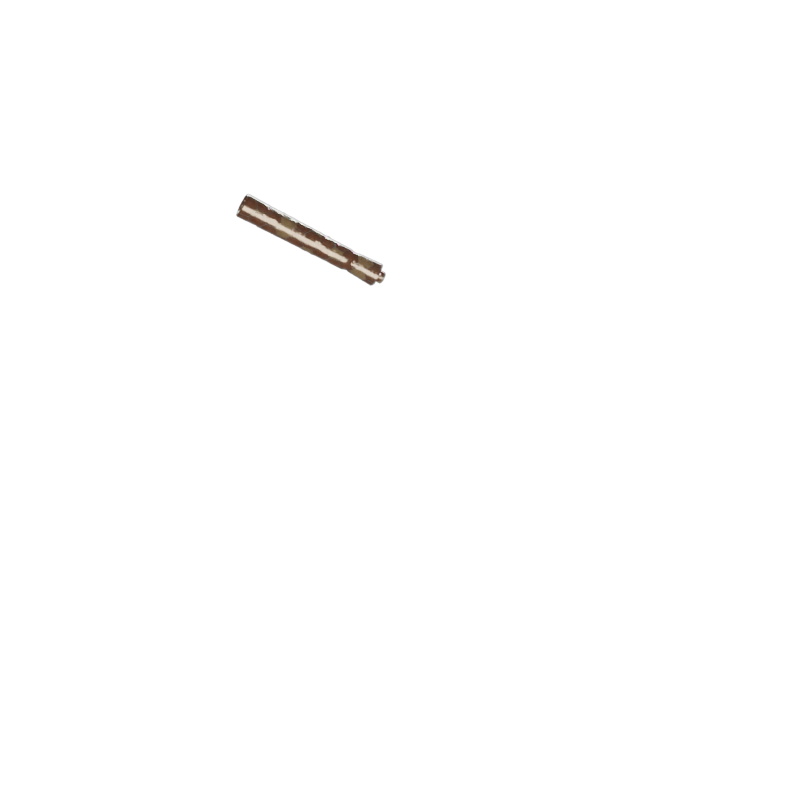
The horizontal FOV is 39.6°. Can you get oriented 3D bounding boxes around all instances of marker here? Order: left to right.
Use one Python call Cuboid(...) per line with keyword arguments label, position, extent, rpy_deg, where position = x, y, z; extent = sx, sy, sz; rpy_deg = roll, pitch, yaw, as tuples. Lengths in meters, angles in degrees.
Cuboid(label="marker", position=(-0.065, -0.118, 0.826), extent=(0.118, 0.020, 0.020), rpy_deg=(26, -2, -11))
